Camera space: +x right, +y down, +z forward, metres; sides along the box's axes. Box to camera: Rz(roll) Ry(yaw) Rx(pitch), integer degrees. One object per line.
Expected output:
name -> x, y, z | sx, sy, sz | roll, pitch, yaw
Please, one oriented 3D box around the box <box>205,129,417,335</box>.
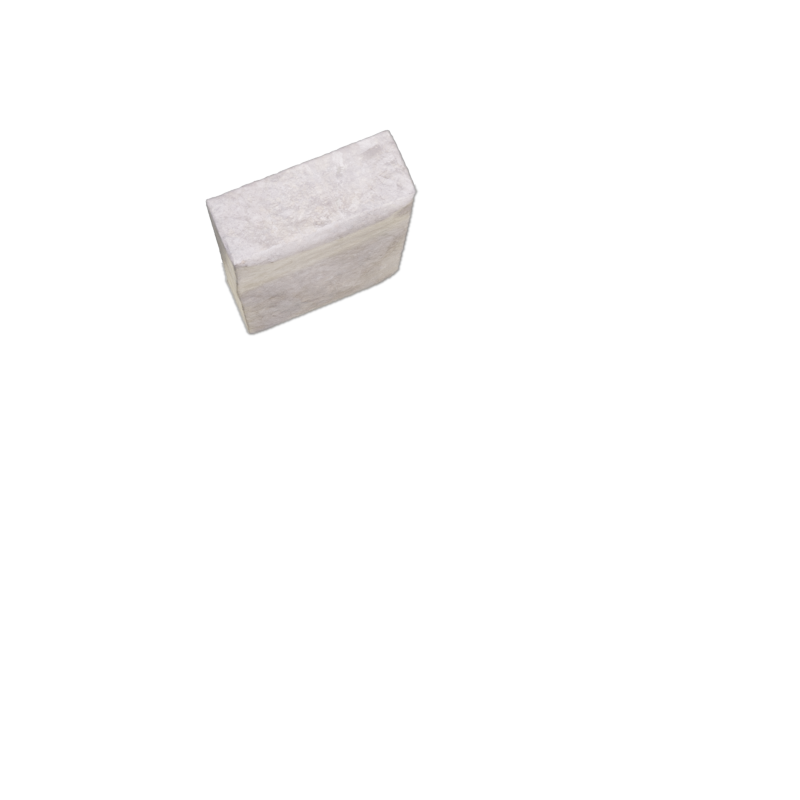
box -> -0.077, -0.141, 0.988 | 0.164, 0.075, 0.206 | -23, -10, -8
